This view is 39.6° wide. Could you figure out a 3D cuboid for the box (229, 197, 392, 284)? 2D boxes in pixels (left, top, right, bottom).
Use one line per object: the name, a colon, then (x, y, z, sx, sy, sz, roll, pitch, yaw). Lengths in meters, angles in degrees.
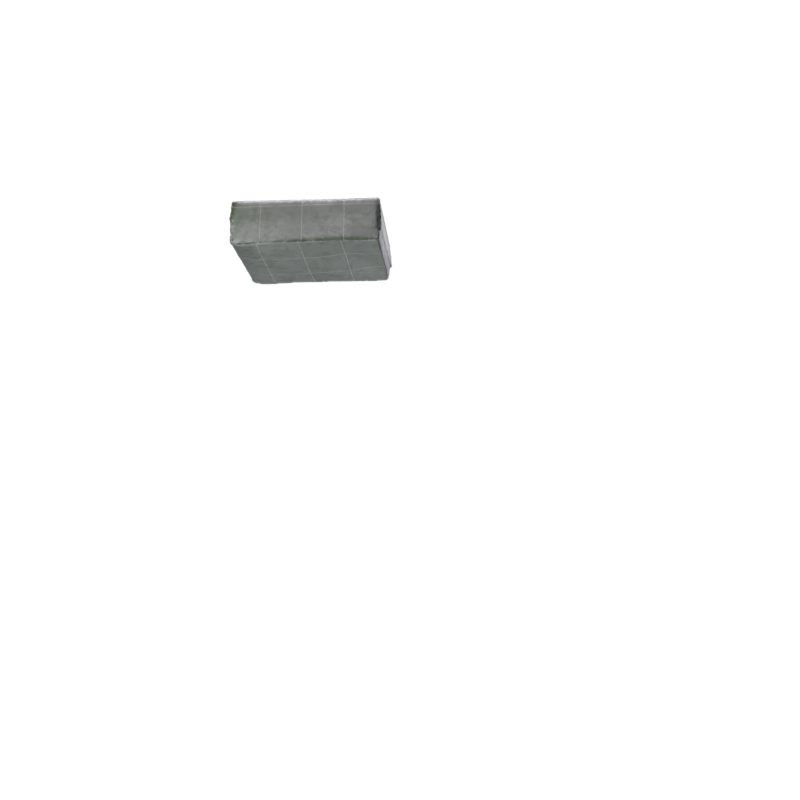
box: (-0.066, -0.120, 0.843, 0.114, 0.041, 0.085, -2, -16, 6)
